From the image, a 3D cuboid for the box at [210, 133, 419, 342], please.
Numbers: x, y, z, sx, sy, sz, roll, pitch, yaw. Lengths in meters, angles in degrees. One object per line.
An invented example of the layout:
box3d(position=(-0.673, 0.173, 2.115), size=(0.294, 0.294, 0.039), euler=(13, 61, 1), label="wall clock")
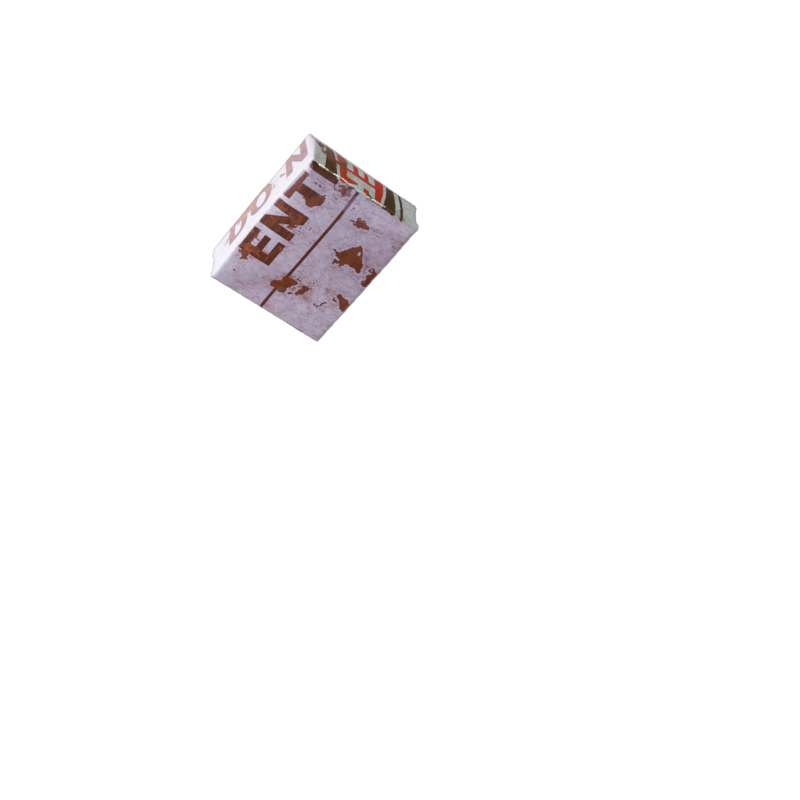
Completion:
box3d(position=(-0.057, -0.104, 0.728), size=(0.086, 0.111, 0.041), euler=(33, 28, -22), label="box")
